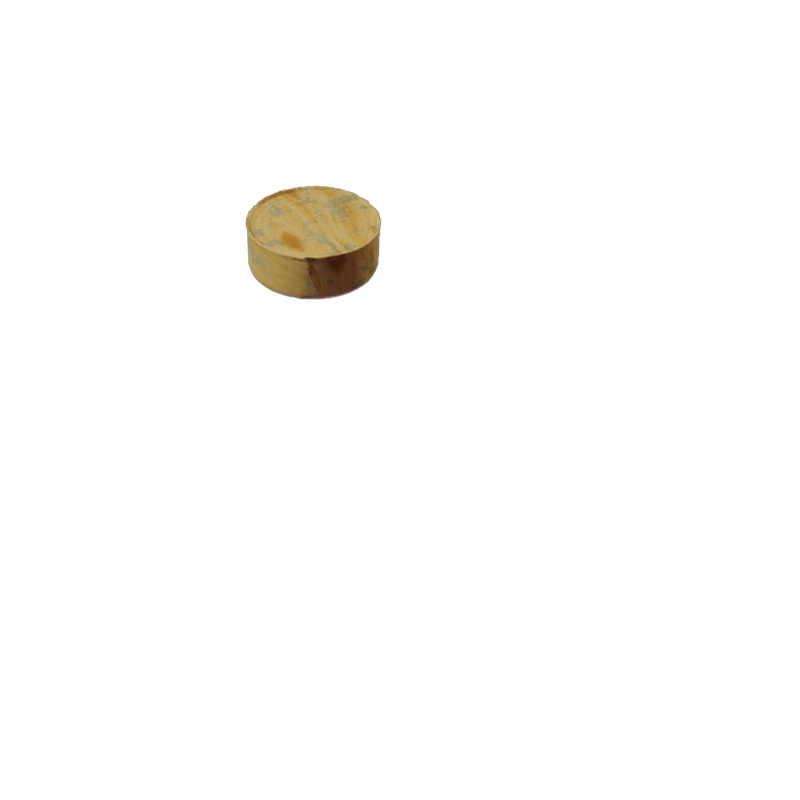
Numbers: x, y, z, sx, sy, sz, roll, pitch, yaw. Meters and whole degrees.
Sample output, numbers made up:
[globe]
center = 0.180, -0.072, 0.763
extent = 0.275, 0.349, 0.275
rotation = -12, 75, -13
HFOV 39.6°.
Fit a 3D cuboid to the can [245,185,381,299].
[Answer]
[can]
center = -0.055, -0.101, 0.708
extent = 0.086, 0.031, 0.092
rotation = -1, 38, -2
